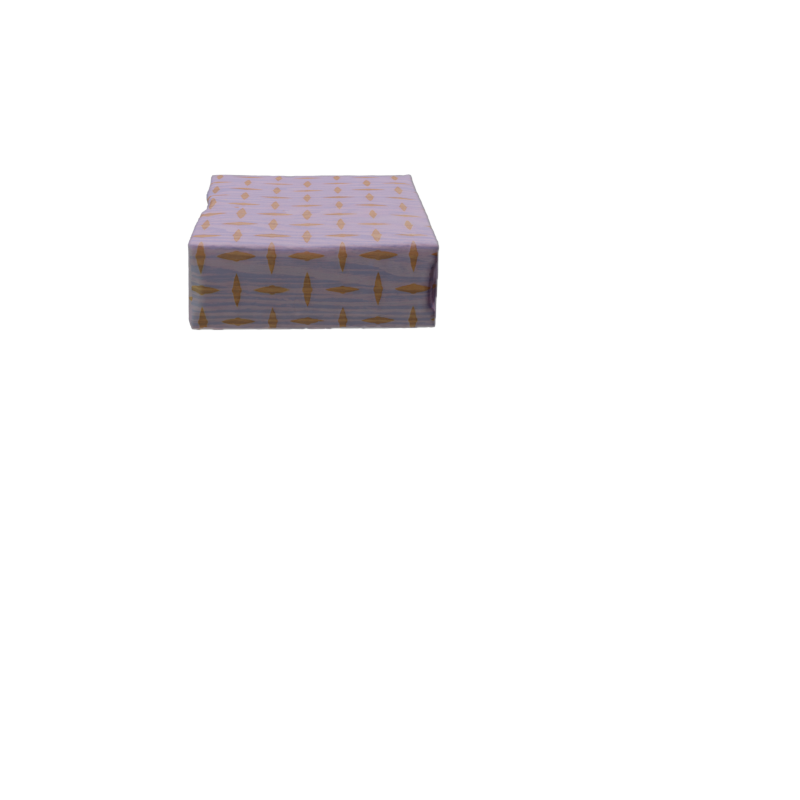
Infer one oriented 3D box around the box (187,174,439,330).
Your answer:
[{"bbox_3d":[-0.028,-0.052,0.362,0.073,0.029,0.094,-1,24,-2],"label":"box"}]
